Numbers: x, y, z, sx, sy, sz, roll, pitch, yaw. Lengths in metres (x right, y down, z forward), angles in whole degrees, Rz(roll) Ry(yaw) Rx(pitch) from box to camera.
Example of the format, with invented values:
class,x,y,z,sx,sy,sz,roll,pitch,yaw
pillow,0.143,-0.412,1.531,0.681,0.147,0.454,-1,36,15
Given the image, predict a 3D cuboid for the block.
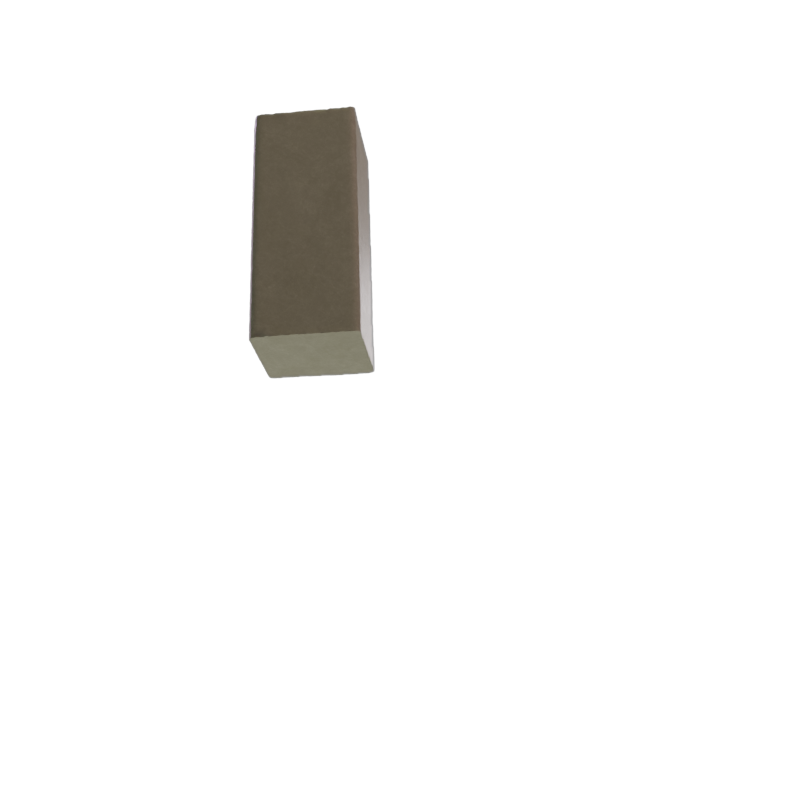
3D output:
class,x,y,z,sx,sy,sz,roll,pitch,yaw
block,-0.073,-0.132,0.928,0.091,0.218,0.085,-5,-26,6
